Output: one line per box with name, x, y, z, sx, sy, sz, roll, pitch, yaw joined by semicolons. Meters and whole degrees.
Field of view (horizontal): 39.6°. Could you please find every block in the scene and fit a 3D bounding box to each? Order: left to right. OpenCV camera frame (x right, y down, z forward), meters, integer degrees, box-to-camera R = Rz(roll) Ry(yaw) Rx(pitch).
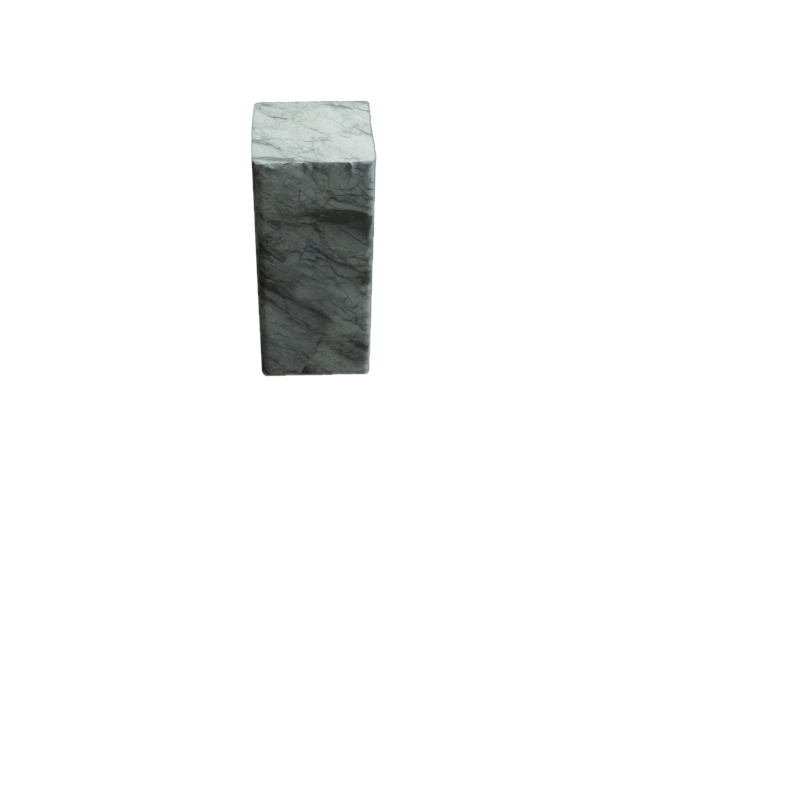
block;-0.069;-0.125;0.875;0.090;0.192;0.097;0;40;-4
